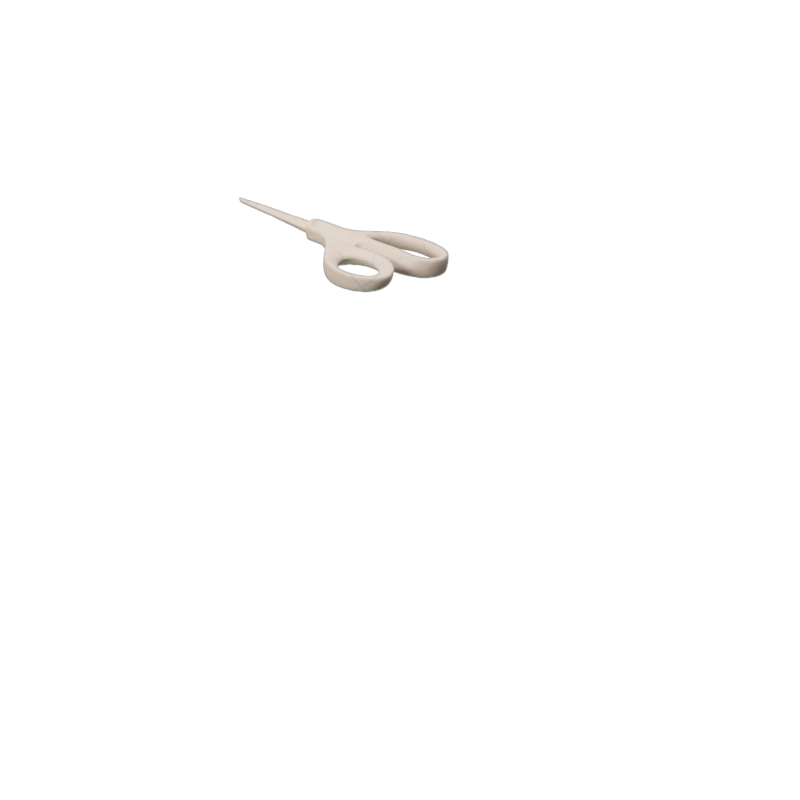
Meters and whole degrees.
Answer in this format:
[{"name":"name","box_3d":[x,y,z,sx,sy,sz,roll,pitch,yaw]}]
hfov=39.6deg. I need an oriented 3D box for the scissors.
[{"name":"scissors","box_3d":[-0.063,-0.116,0.809,0.212,0.015,0.097,17,32,29]}]
